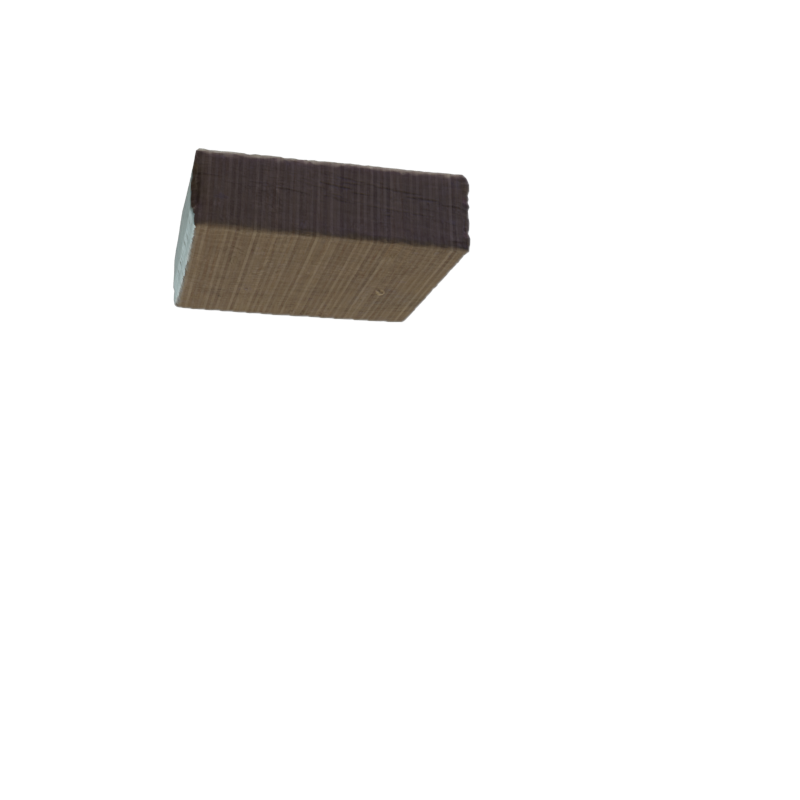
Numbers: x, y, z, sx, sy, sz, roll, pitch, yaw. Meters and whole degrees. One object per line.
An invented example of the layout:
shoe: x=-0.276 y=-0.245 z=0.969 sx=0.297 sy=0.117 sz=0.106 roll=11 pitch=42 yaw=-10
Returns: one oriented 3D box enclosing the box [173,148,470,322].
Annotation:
box: x=-0.029 y=-0.053 z=0.374 sx=0.088 sy=0.032 sz=0.071 roll=3 pitch=-17 yaw=-12
